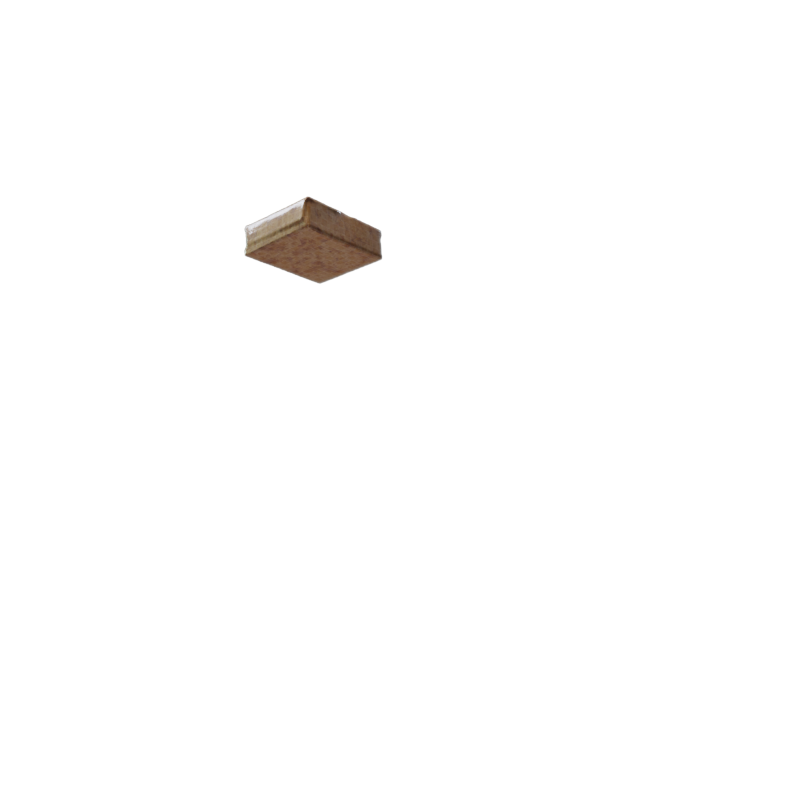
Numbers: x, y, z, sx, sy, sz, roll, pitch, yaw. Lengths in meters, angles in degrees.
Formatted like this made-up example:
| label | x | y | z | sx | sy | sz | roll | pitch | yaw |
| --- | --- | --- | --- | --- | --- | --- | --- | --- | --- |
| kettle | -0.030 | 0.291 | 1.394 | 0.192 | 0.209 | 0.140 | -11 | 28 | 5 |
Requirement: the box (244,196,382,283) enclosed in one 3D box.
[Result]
| label | x | y | z | sx | sy | sz | roll | pitch | yaw |
| --- | --- | --- | --- | --- | --- | --- | --- | --- | --- |
| box | -0.071 | -0.128 | 0.900 | 0.074 | 0.032 | 0.084 | -18 | -26 | 41 |
